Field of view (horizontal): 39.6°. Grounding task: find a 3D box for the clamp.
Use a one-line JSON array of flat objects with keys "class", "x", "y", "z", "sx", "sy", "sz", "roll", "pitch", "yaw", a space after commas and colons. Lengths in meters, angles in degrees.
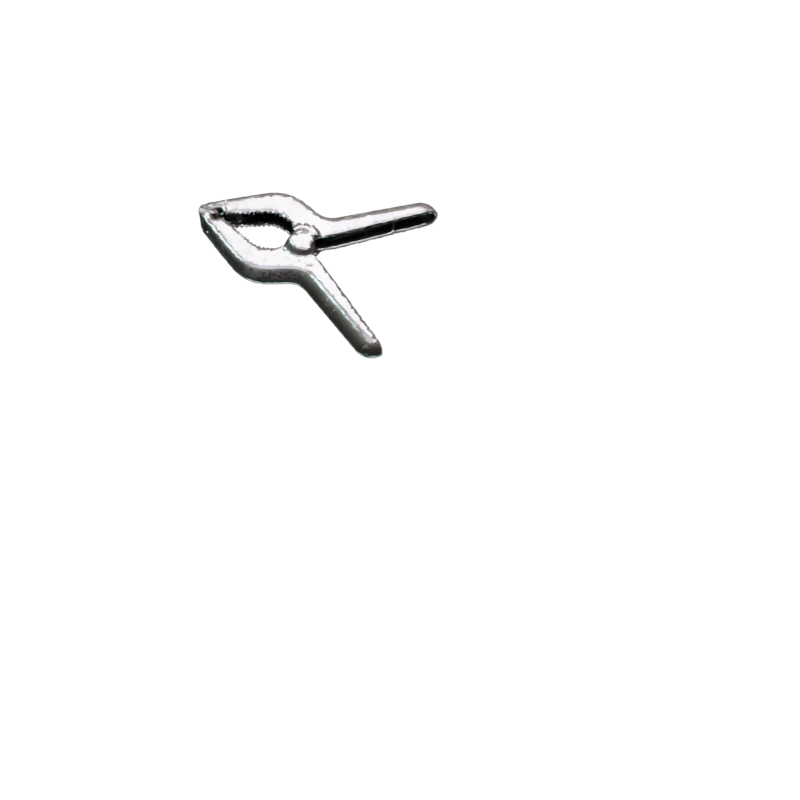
[{"class": "clamp", "x": -0.078, "y": -0.142, "z": 0.993, "sx": 0.217, "sy": 0.170, "sz": 0.034, "roll": 23, "pitch": -30, "yaw": 15}]
